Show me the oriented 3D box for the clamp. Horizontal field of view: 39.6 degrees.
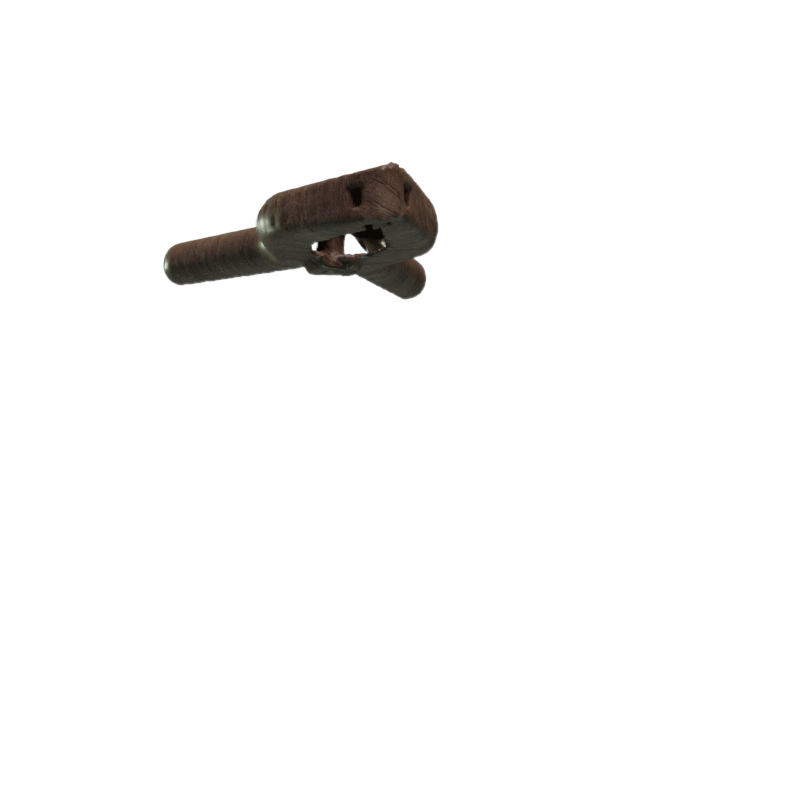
[{"bbox_3d":[-0.047,-0.087,0.607,0.163,0.037,0.208,1,-6,-9],"label":"clamp"}]
